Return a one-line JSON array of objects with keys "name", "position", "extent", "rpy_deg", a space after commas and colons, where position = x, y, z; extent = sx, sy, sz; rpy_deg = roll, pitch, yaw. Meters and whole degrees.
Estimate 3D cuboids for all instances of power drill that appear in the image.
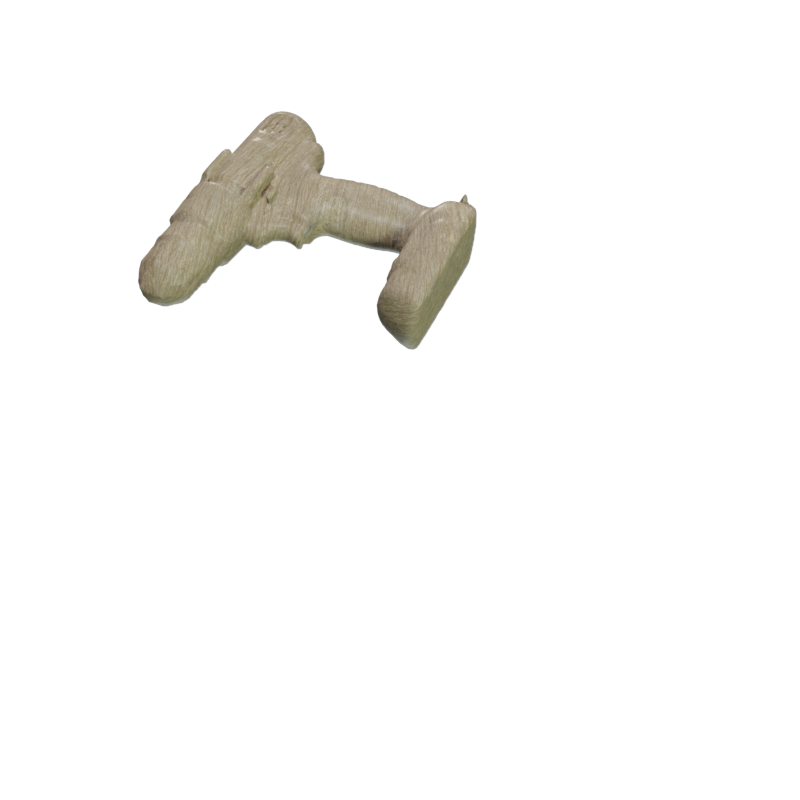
[{"name": "power drill", "position": [-0.058, -0.106, 0.739], "extent": [0.195, 0.190, 0.053], "rpy_deg": [24, -33, 16]}]
